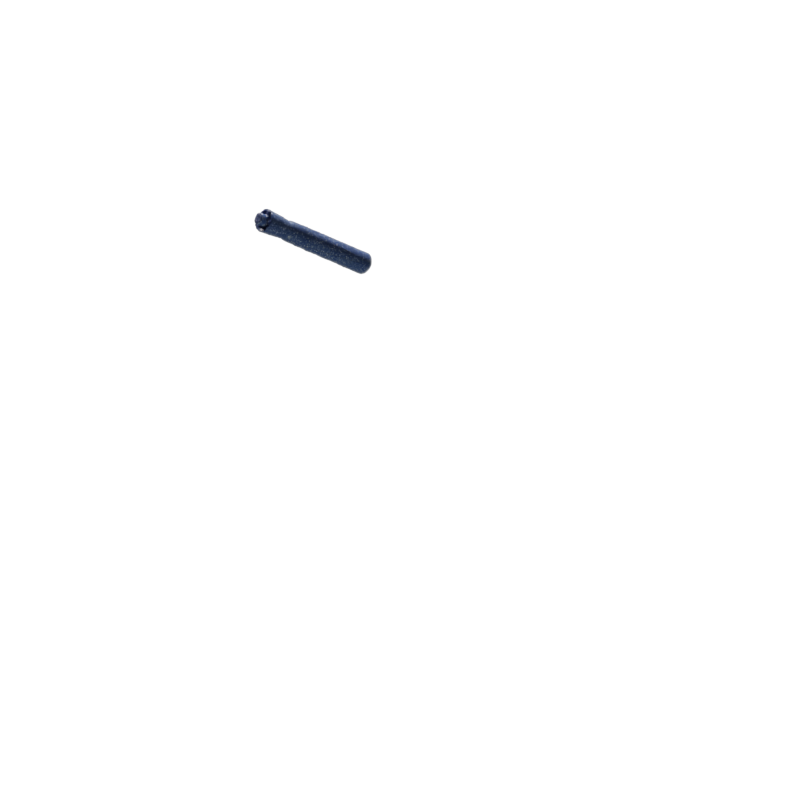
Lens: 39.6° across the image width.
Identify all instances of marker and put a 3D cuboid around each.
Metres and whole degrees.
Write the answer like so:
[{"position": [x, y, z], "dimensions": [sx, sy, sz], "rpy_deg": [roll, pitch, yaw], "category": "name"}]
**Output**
[{"position": [-0.070, -0.127, 0.889], "dimensions": [0.114, 0.020, 0.021], "rpy_deg": [18, -10, -43], "category": "marker"}]
